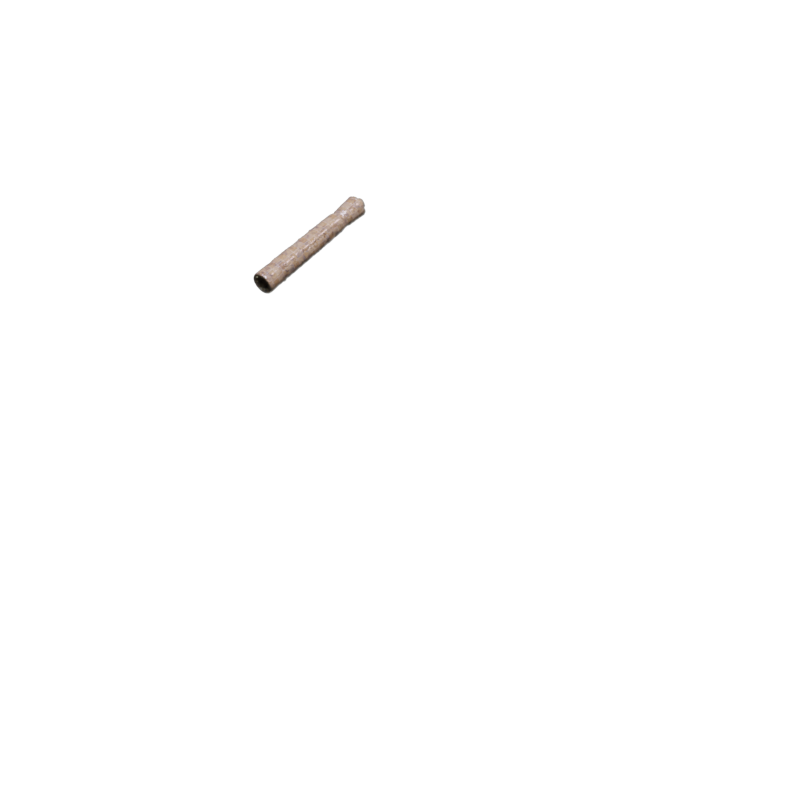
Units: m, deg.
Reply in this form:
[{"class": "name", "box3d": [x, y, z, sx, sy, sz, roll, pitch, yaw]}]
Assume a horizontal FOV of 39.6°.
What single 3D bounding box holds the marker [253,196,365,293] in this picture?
[{"class": "marker", "box3d": [-0.069, -0.125, 0.878, 0.021, 0.019, 0.123, 3, 39, 47]}]
